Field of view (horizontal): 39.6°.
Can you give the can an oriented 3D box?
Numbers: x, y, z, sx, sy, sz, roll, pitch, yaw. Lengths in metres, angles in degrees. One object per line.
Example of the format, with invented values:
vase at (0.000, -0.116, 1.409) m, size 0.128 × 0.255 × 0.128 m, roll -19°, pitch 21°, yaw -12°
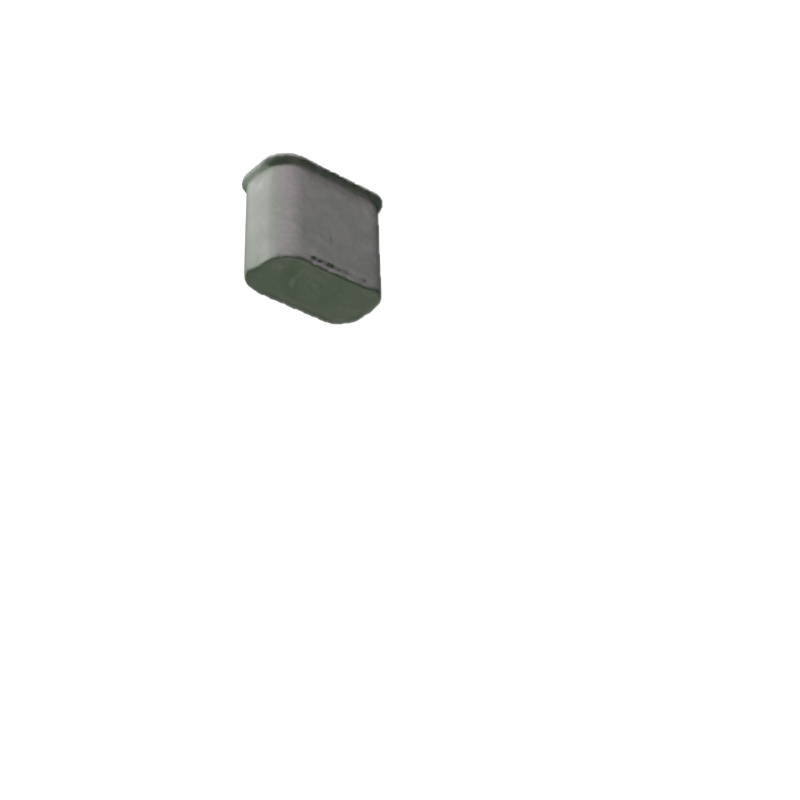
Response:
can at (-0.060, -0.109, 0.763) m, size 0.096 × 0.089 × 0.057 m, roll 22°, pitch -38°, yaw -35°
